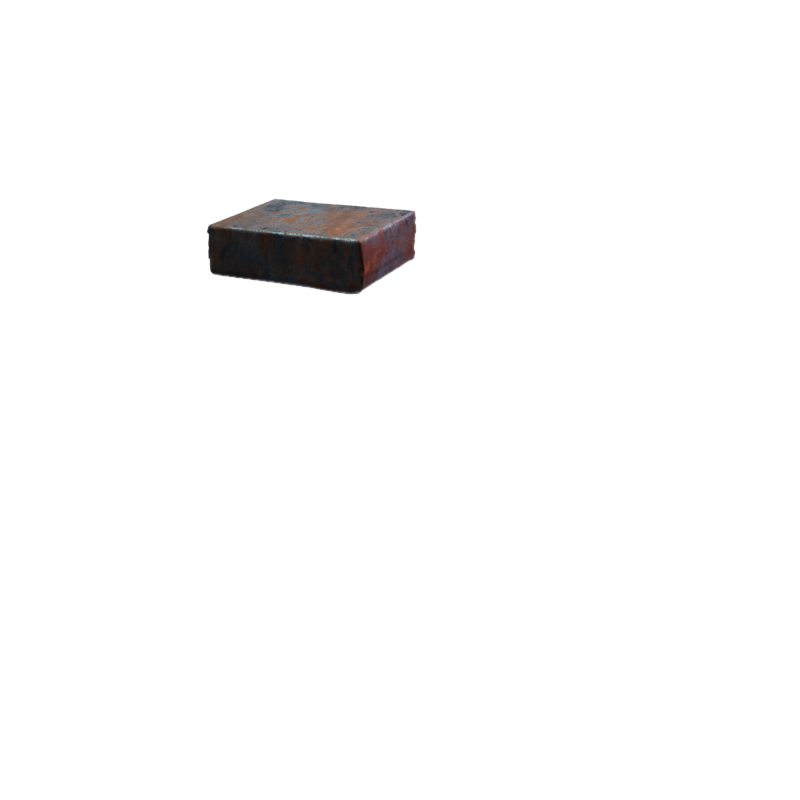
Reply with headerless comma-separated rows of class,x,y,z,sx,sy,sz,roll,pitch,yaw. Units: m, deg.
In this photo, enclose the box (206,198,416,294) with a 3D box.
box,-0.058,-0.105,0.736,0.118,0.037,0.090,11,25,24
